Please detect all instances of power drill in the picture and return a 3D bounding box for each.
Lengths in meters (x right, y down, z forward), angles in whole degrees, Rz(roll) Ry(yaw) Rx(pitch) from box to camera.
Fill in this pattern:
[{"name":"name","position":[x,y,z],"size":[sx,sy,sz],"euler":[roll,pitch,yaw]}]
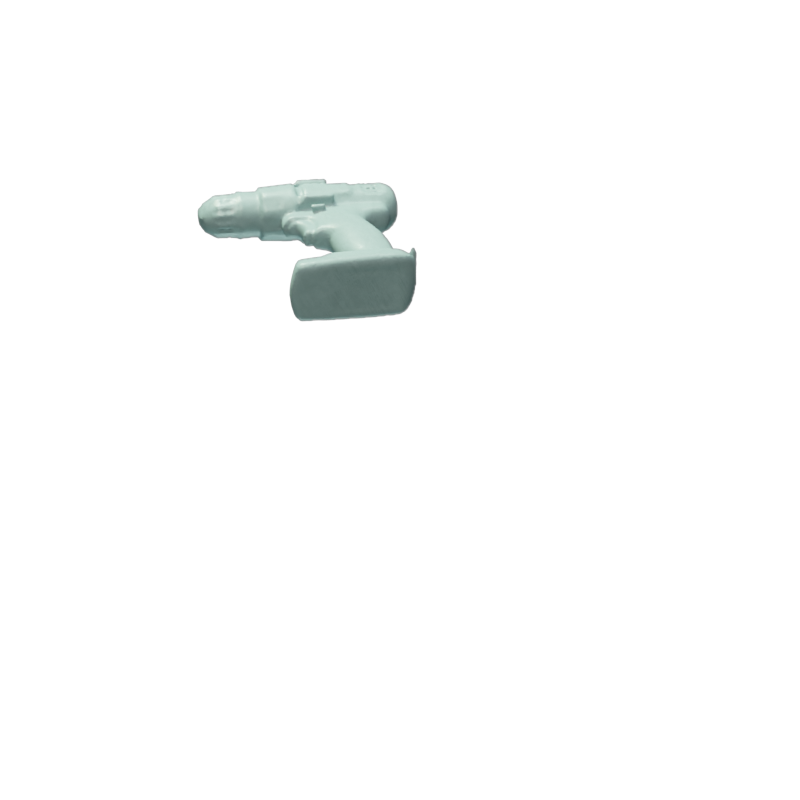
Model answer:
[{"name":"power drill","position":[-0.075,-0.137,0.959],"size":[0.182,0.054,0.202],"euler":[-7,33,-12]}]
